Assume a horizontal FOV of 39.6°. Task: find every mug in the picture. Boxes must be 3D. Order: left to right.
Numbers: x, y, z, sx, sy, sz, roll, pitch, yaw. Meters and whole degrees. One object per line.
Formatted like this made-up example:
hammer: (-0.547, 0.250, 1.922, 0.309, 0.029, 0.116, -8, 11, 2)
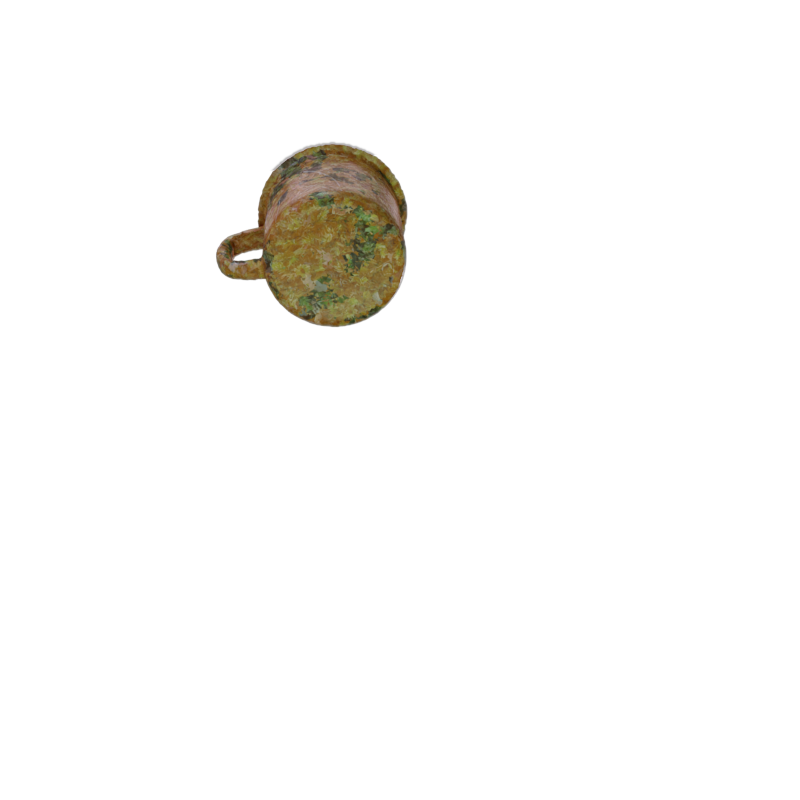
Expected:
mug: (-0.051, -0.093, 0.653, 0.117, 0.088, 0.086, -8, 25, 2)
